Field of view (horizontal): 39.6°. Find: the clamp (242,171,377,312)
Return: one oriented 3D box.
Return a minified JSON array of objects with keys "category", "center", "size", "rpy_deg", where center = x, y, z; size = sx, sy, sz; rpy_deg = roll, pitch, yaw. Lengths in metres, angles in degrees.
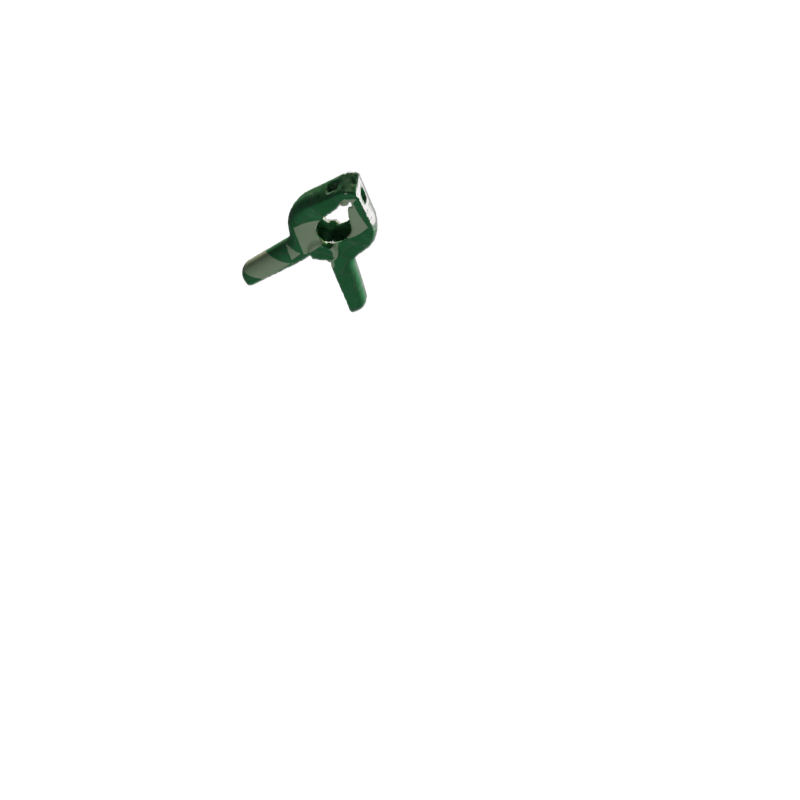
[{"category":"clamp","center":[-0.078,-0.143,0.999],"size":[0.119,0.042,0.161],"rpy_deg":[6,-38,-8]}]
